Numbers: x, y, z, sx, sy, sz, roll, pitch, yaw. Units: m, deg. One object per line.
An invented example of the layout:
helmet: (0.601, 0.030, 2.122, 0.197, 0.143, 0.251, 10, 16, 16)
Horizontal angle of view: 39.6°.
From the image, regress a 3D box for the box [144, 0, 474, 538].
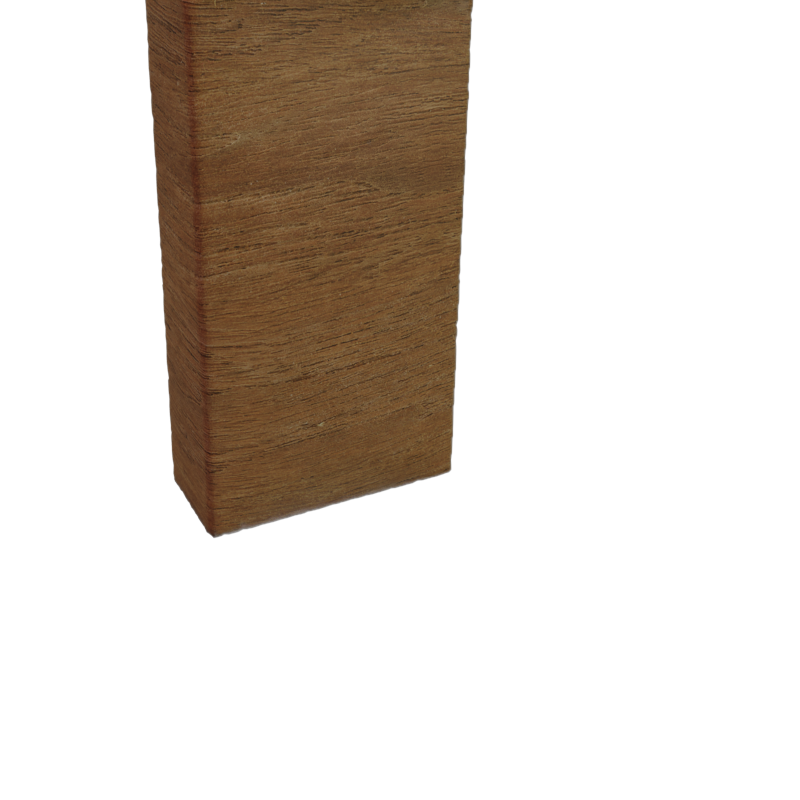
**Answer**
box: (-0.028, -0.050, 0.353, 0.092, 0.167, 0.052, -12, 29, -25)
